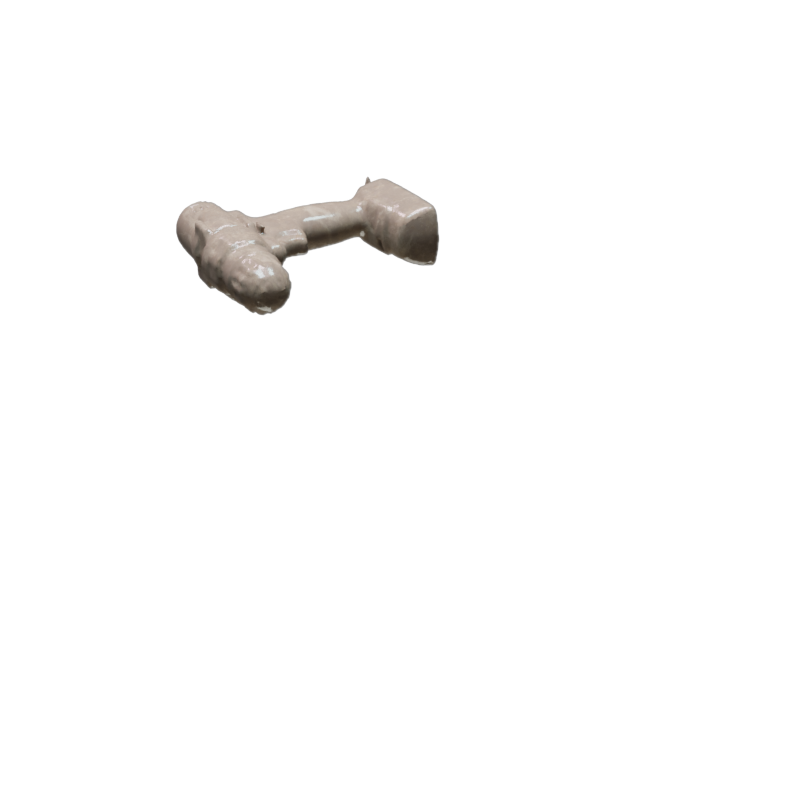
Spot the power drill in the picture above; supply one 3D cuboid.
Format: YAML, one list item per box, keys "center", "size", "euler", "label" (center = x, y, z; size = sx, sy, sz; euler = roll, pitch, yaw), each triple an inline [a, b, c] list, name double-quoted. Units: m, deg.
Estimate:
- center: [-0.068, -0.124, 0.870]
  size: [0.184, 0.054, 0.198]
  euler: [-11, 29, -22]
  label: "power drill"
